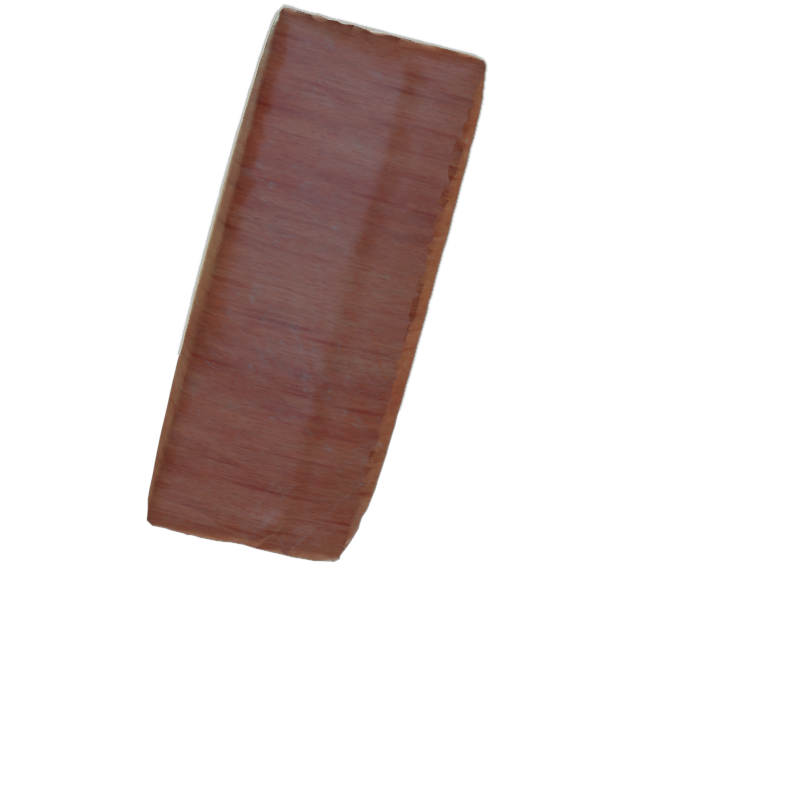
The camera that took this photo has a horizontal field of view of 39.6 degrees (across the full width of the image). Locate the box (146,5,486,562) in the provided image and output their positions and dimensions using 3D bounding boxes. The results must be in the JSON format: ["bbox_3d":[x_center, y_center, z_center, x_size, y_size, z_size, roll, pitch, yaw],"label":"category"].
[{"bbox_3d":[-0.034,-0.061,0.430,0.071,0.161,0.221,14,13,-8],"label":"box"}]
